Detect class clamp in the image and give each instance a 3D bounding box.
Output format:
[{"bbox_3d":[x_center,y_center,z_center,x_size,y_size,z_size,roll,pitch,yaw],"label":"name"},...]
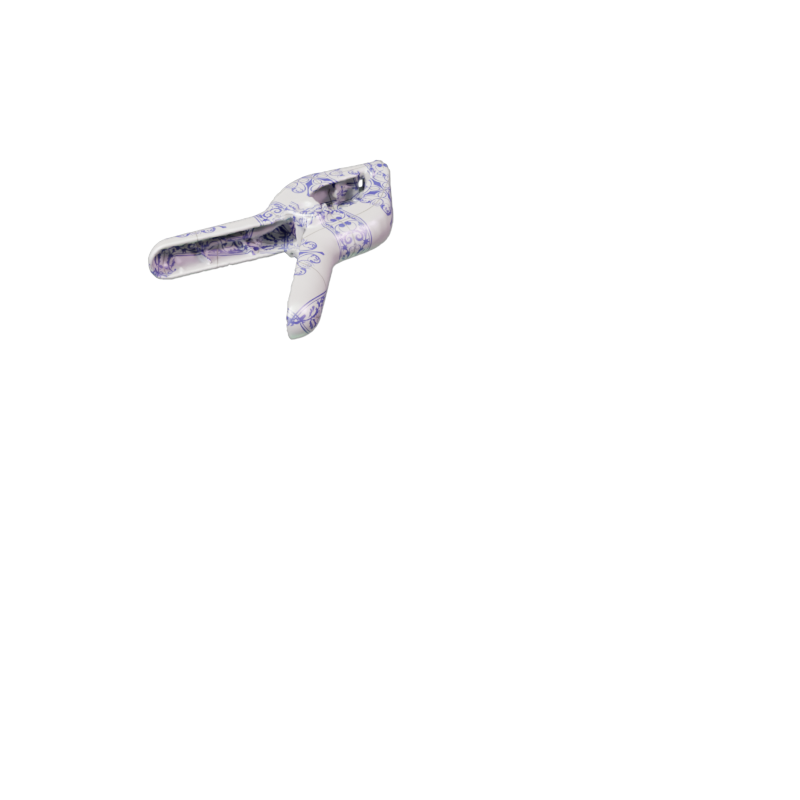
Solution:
[{"bbox_3d":[-0.053,-0.096,0.672,0.128,0.036,0.172,34,53,31],"label":"clamp"}]
